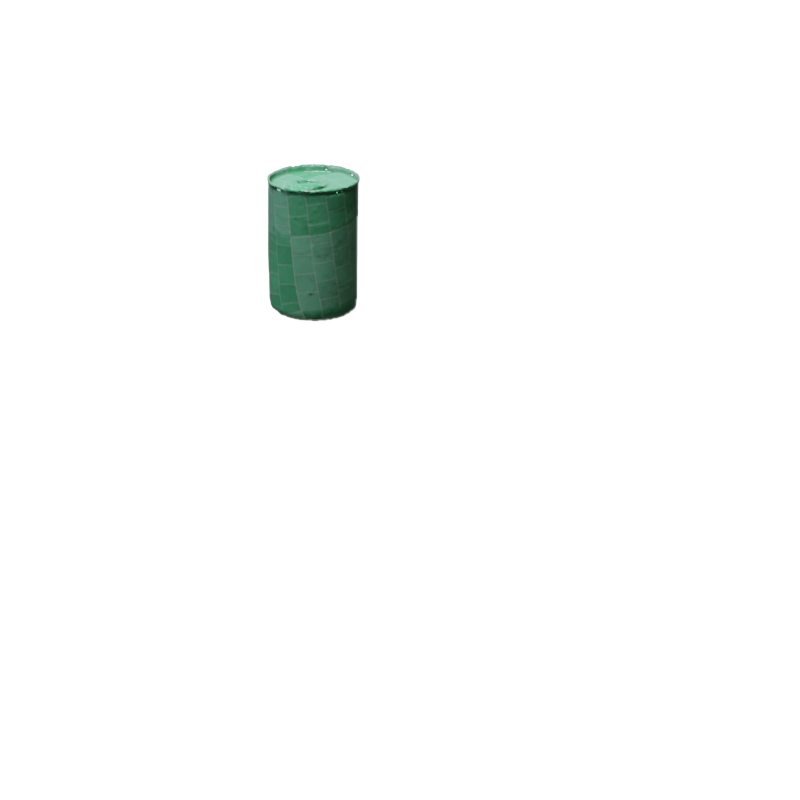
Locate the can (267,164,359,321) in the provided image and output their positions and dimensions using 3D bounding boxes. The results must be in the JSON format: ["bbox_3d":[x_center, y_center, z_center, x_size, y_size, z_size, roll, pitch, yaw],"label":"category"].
[{"bbox_3d":[-0.065,-0.119,0.831,0.068,0.097,0.072,0,23,-2],"label":"can"}]
